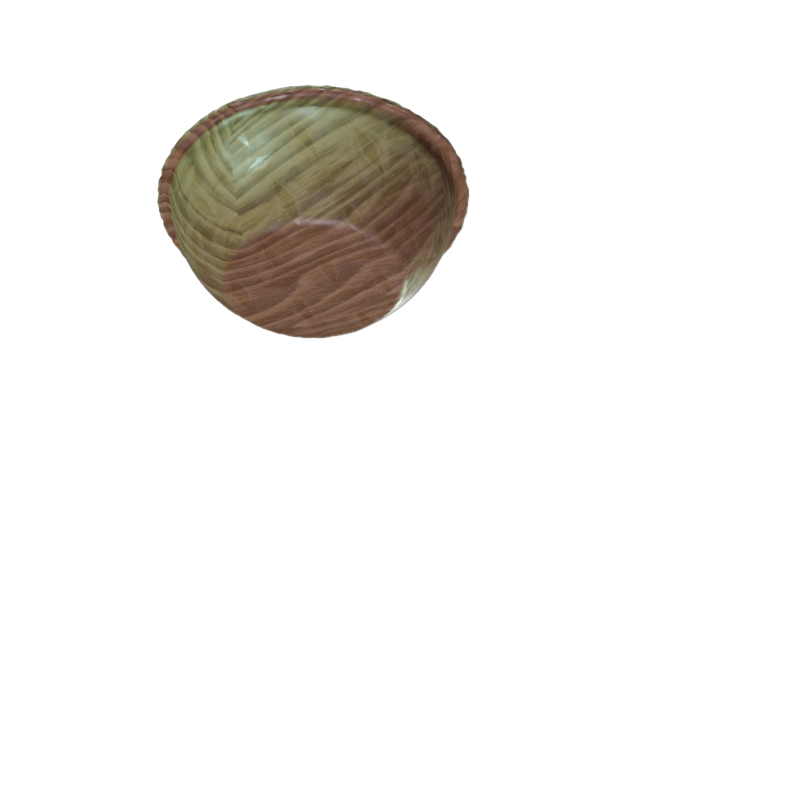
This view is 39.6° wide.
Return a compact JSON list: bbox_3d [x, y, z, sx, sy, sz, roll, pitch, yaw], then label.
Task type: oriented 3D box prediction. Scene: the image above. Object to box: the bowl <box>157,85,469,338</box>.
[{"bbox_3d":[-0.044,-0.080,0.560,0.162,0.059,0.151,1,-37,-2],"label":"bowl"}]
